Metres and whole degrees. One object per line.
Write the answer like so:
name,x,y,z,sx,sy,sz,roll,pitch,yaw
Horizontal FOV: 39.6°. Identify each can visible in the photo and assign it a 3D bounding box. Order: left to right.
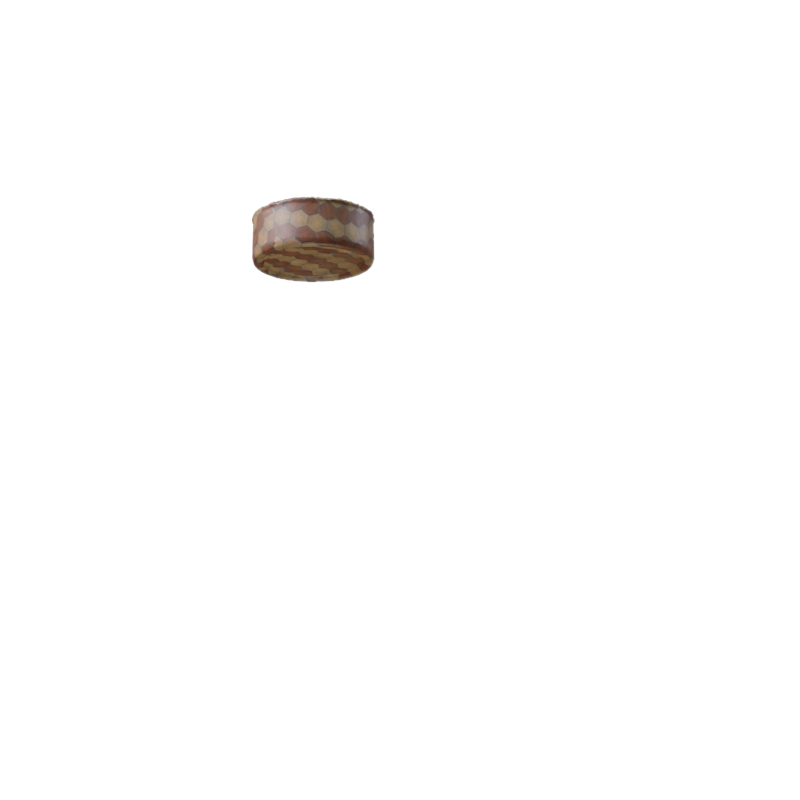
can,-0.060,-0.110,0.770,0.086,0.035,0.083,0,-13,-2
